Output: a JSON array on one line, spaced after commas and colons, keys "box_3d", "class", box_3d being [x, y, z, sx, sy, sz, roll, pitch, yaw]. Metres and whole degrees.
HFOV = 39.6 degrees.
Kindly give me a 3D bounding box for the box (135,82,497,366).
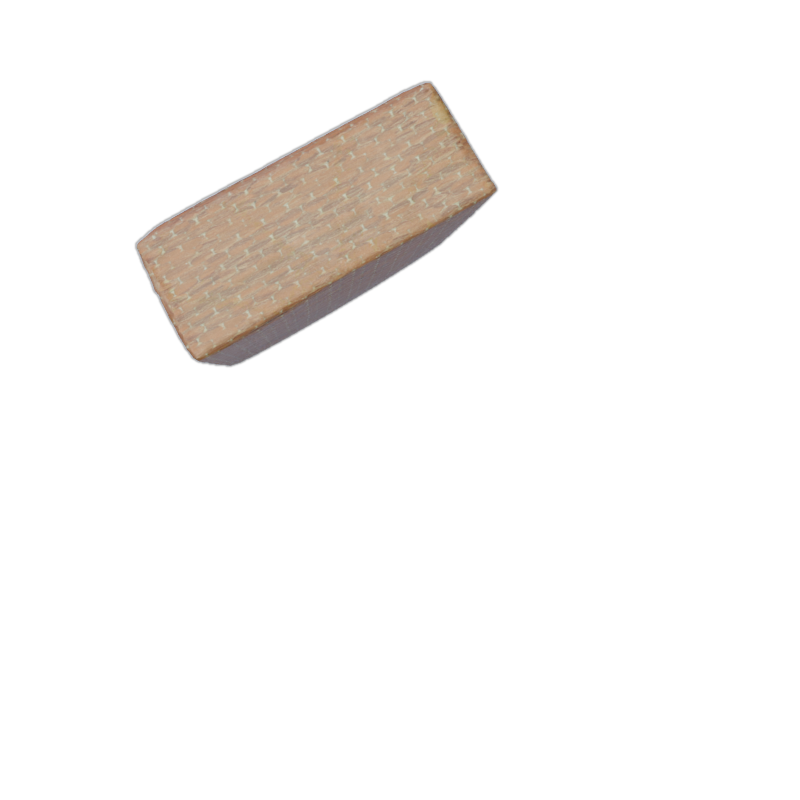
[{"box_3d": [-0.048, -0.088, 0.618, 0.164, 0.072, 0.212, -30, 2, -4], "class": "box"}]
